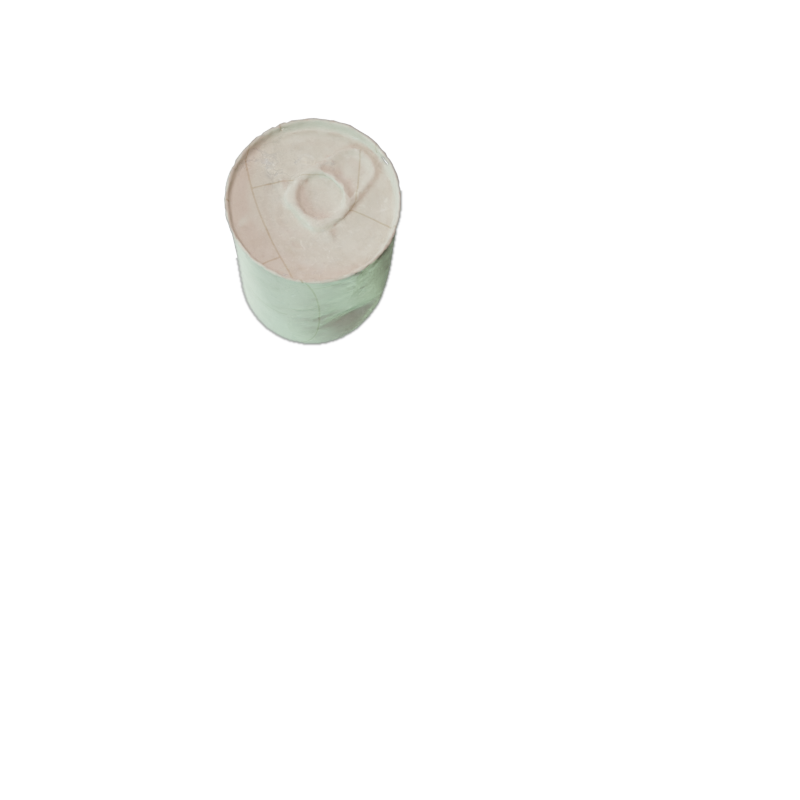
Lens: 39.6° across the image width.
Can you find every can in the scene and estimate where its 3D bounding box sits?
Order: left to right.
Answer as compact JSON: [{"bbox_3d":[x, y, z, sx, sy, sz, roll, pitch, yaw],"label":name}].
[{"bbox_3d":[-0.037,-0.067,0.470,0.068,0.071,0.099,0,-14,-3],"label":"can"}]
